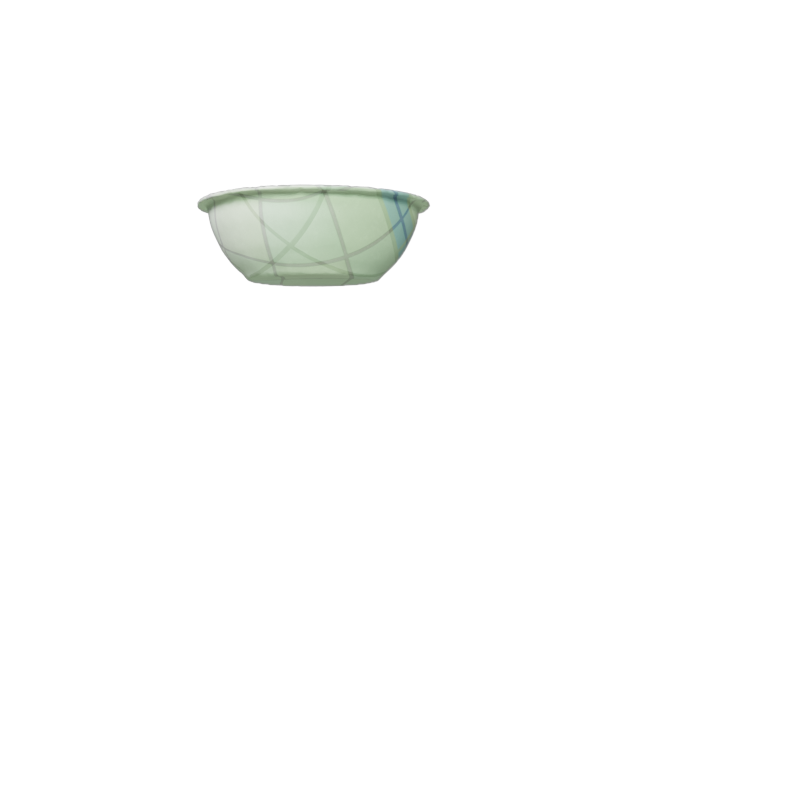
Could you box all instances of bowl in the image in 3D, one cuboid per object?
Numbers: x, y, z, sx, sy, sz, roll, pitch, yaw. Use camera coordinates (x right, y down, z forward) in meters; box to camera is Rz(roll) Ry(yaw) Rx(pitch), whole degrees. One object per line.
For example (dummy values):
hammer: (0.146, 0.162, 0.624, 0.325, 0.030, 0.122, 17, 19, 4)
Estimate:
bowl: (-0.060, -0.110, 0.769, 0.162, 0.056, 0.161, 0, 0, -2)
